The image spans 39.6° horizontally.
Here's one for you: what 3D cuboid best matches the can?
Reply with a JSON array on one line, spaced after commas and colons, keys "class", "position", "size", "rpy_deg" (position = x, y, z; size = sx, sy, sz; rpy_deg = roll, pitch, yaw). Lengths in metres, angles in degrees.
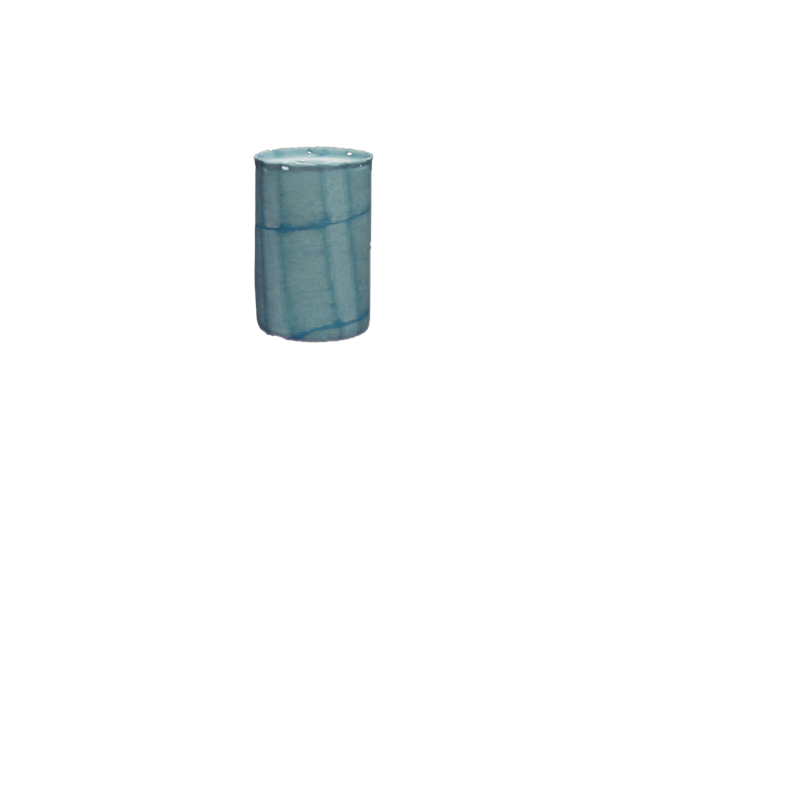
[{"class": "can", "position": [-0.050, -0.091, 0.640], "size": [0.068, 0.099, 0.071], "rpy_deg": [0, 15, -2]}]
